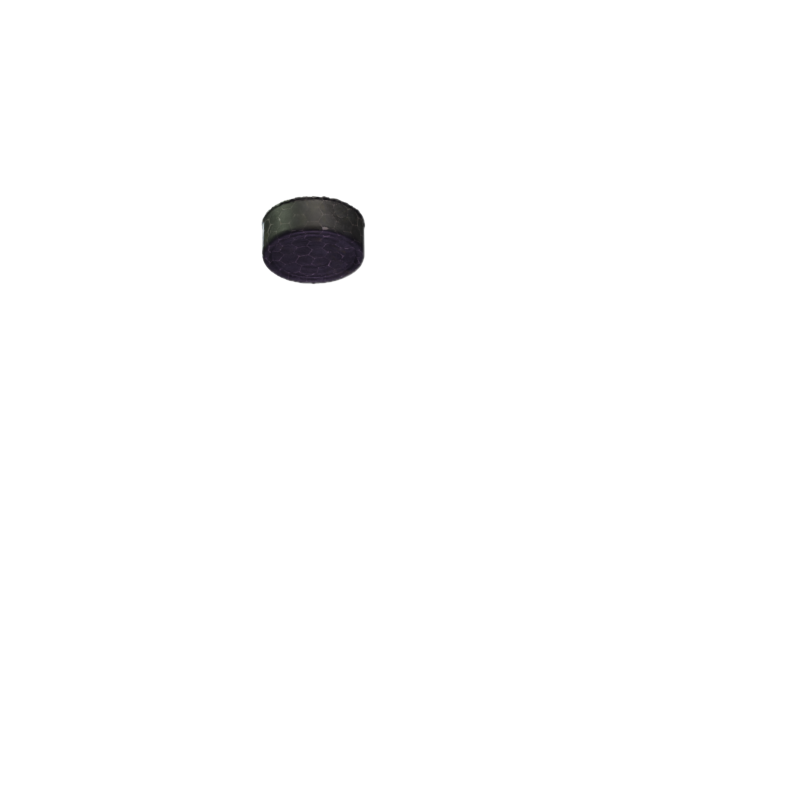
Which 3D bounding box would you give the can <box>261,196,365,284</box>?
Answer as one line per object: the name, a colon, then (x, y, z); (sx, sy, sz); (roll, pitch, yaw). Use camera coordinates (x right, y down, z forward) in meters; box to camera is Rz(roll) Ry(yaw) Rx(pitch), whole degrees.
can: (-0.071, -0.130, 0.911); (0.086, 0.036, 0.081); (1, -27, -2)
